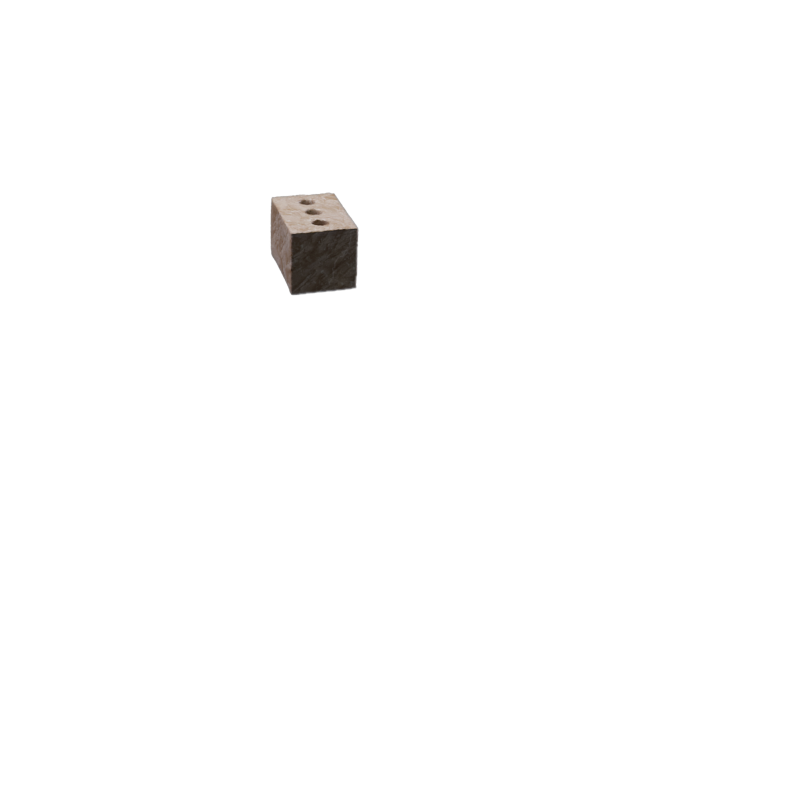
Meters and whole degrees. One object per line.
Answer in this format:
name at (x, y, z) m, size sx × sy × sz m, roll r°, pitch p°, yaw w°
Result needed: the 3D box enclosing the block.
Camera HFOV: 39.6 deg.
block at (-0.066, -0.121, 0.846) m, size 0.052 × 0.048 × 0.084 m, roll -7°, pitch 29°, yaw -15°
